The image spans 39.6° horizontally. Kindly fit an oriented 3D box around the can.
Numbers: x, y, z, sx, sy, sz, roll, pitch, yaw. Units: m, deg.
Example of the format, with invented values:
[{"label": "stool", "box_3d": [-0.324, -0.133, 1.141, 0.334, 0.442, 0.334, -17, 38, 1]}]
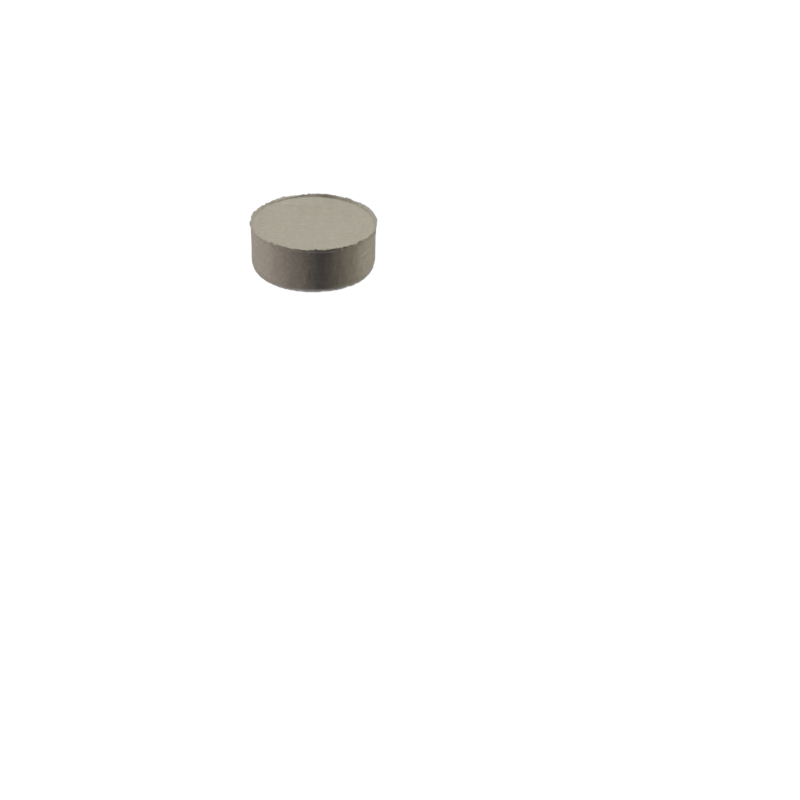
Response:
[{"label": "can", "box_3d": [-0.059, -0.107, 0.752, 0.086, 0.032, 0.091, -1, 33, -2]}]
